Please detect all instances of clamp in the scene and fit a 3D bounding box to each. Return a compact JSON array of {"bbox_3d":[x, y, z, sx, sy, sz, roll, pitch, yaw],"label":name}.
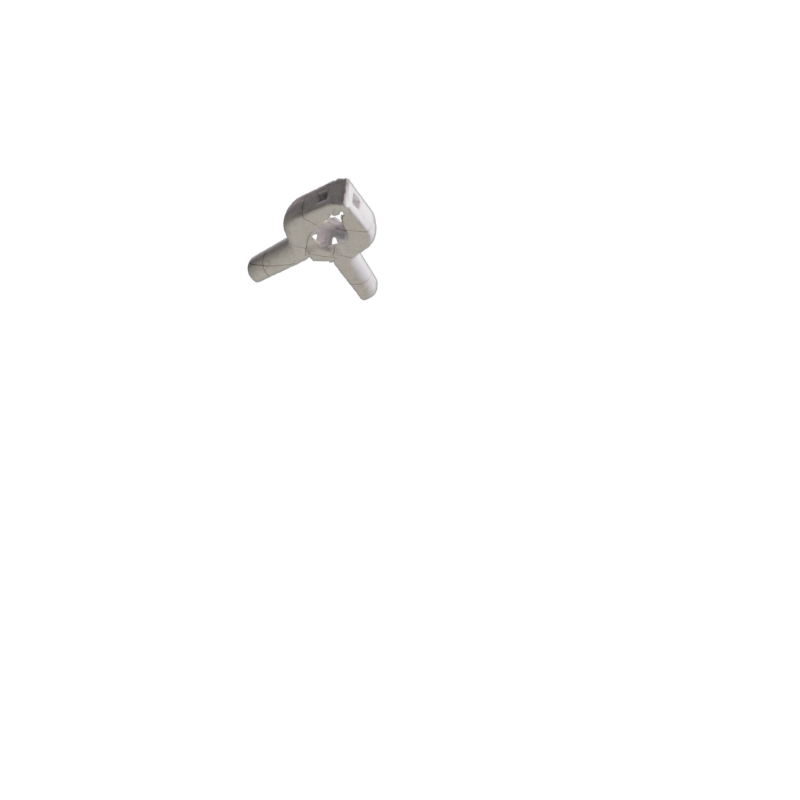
[{"bbox_3d":[-0.076,-0.138,0.966,0.120,0.042,0.162,1,-27,-3],"label":"clamp"}]
